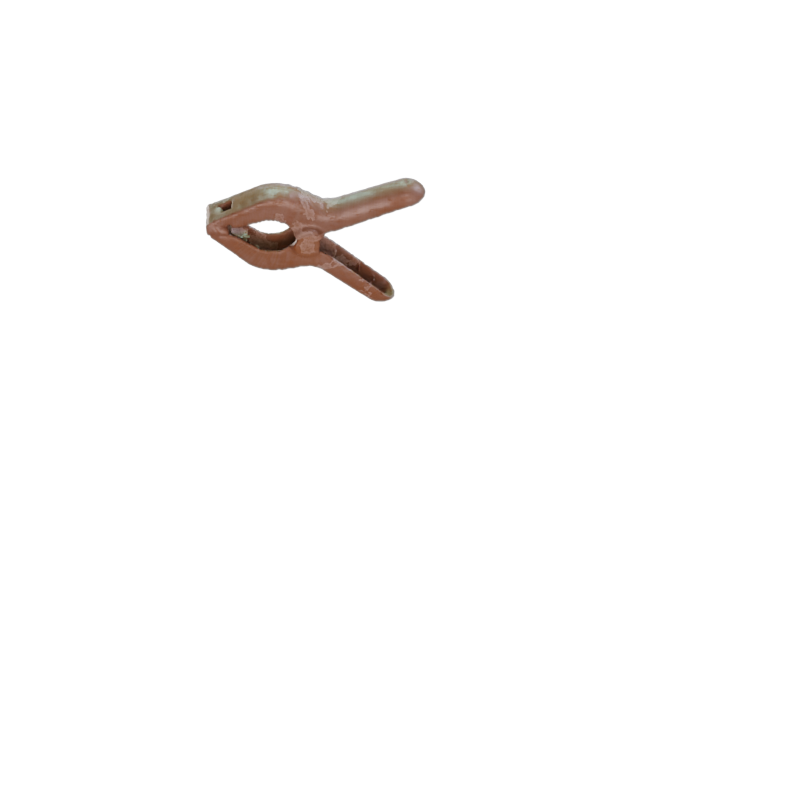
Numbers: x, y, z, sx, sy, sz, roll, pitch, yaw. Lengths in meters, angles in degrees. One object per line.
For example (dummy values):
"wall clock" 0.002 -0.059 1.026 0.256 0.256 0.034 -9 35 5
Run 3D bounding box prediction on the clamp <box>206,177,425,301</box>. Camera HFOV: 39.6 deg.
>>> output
"clamp" -0.070 -0.127 0.892 0.171 0.113 0.042 2 35 -2
